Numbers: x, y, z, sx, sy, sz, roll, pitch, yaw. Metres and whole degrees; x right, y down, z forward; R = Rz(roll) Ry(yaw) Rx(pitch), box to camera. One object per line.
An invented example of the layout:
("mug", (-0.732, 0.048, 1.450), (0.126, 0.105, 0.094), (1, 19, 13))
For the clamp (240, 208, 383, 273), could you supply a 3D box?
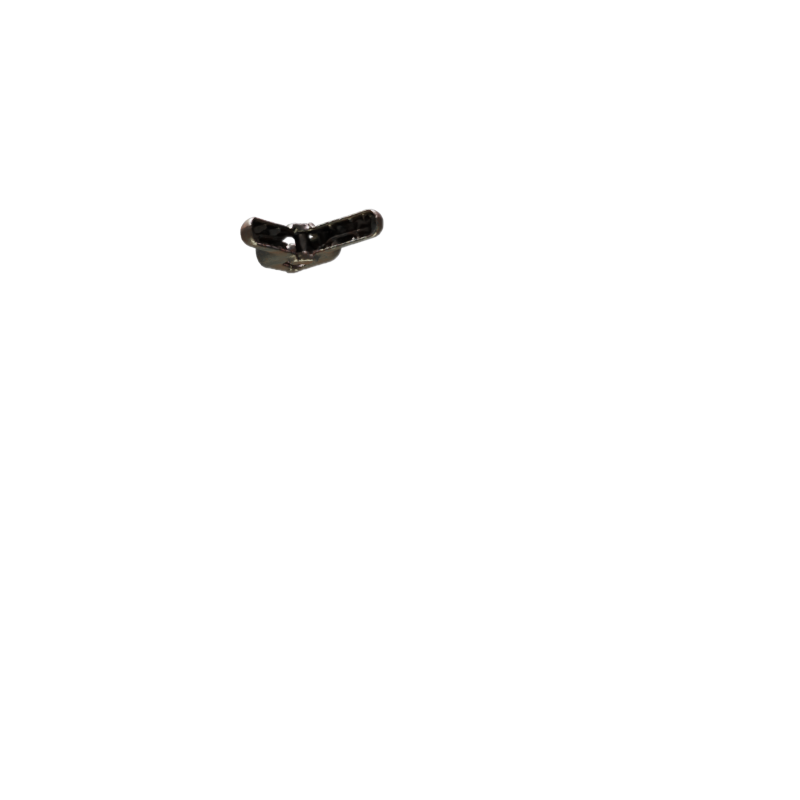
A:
("clamp", (-0.078, -0.142, 0.992), (0.120, 0.040, 0.170), (0, 0, -2))
